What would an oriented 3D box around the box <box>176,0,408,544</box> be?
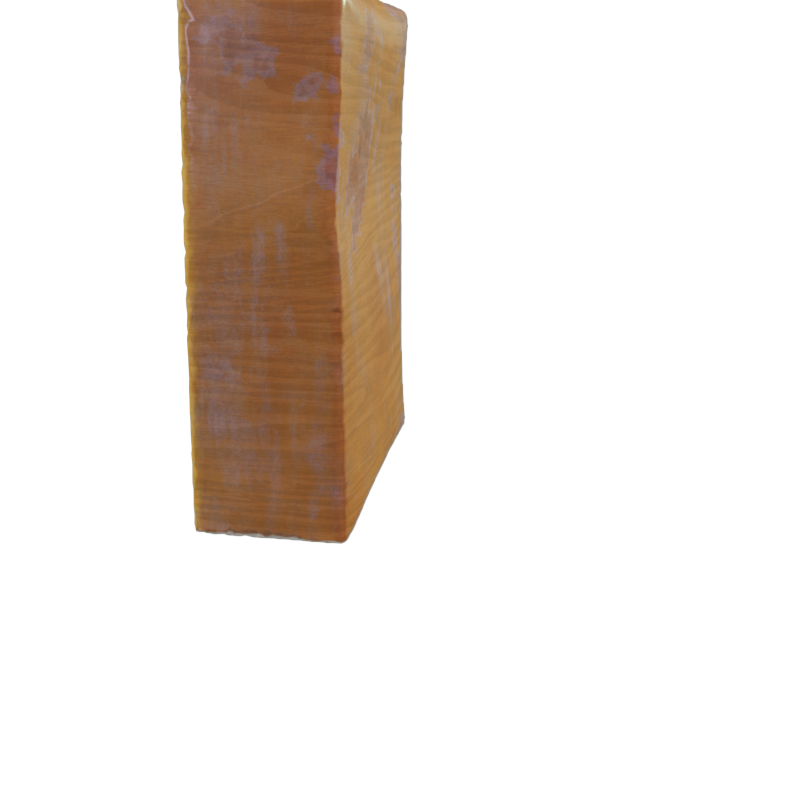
[{"bbox_3d":[-0.039,-0.070,0.492,0.073,0.209,0.166,2,12,8],"label":"box"}]
